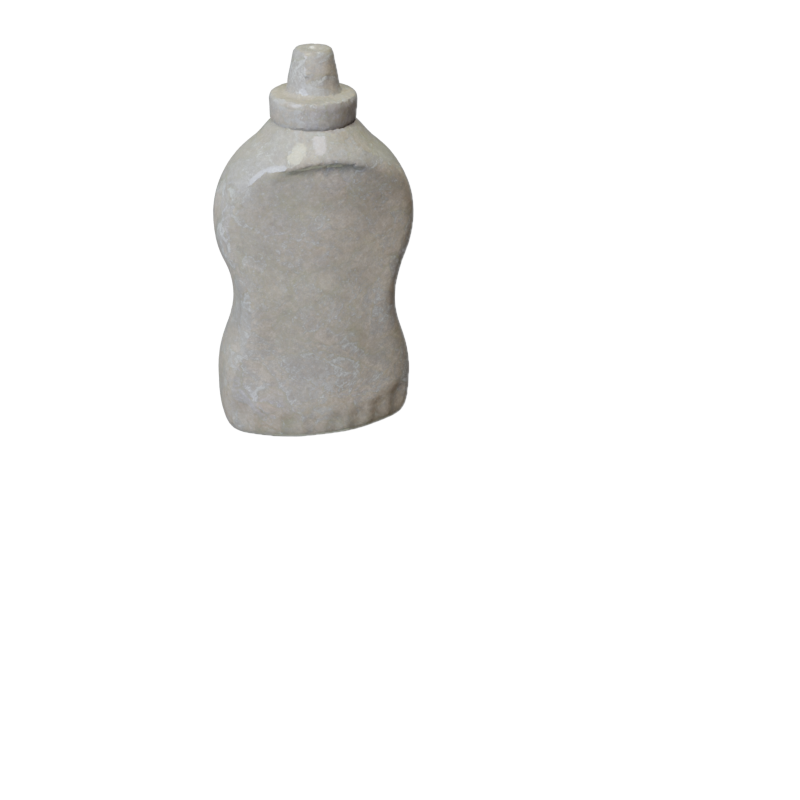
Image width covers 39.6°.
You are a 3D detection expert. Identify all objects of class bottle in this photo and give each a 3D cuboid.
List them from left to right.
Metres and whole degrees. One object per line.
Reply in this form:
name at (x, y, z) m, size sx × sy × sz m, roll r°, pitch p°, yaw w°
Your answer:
bottle at (-0.042, -0.077, 0.540) m, size 0.095 × 0.181 × 0.062 m, roll -4°, pitch 27°, yaw -11°
